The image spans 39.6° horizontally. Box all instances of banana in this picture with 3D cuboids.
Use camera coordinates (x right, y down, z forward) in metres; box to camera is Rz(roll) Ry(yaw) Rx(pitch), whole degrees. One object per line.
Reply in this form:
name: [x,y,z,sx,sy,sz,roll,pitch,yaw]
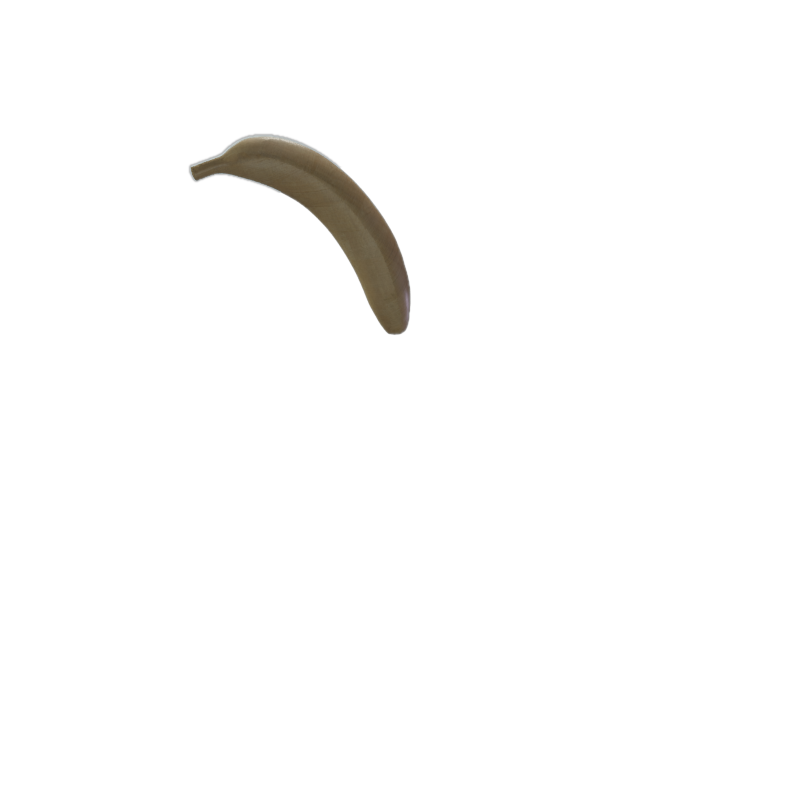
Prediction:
banana: [-0.052,-0.127,0.784,0.191,0.069,0.039,39,18,-15]
